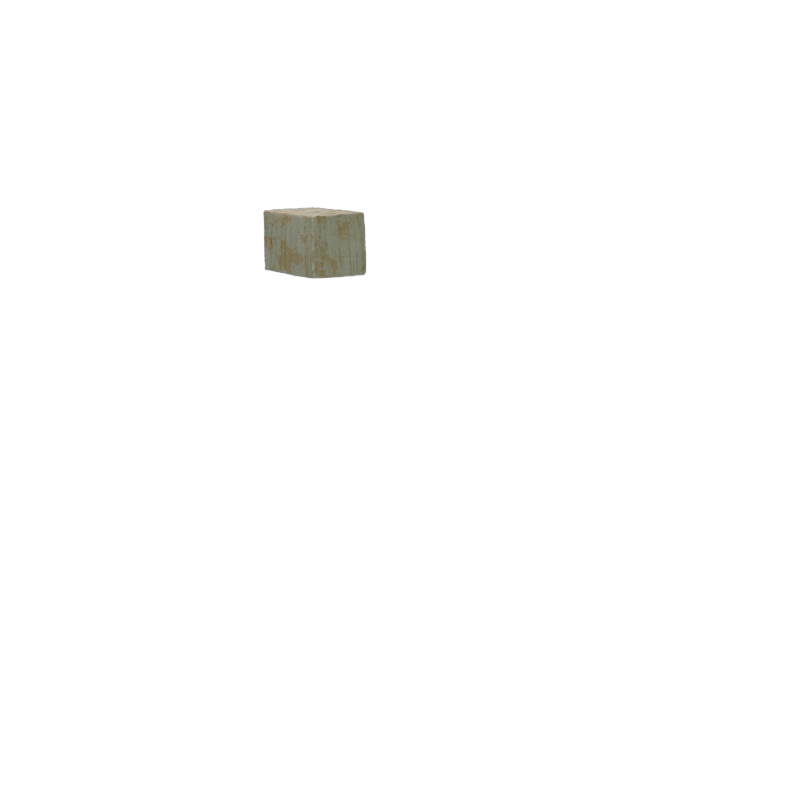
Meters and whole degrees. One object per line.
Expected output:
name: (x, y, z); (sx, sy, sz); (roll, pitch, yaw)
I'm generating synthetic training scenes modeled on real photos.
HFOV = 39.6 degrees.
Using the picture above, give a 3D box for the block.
block: (-0.071, -0.130, 0.910); (0.051, 0.050, 0.082); (-7, 13, -36)
